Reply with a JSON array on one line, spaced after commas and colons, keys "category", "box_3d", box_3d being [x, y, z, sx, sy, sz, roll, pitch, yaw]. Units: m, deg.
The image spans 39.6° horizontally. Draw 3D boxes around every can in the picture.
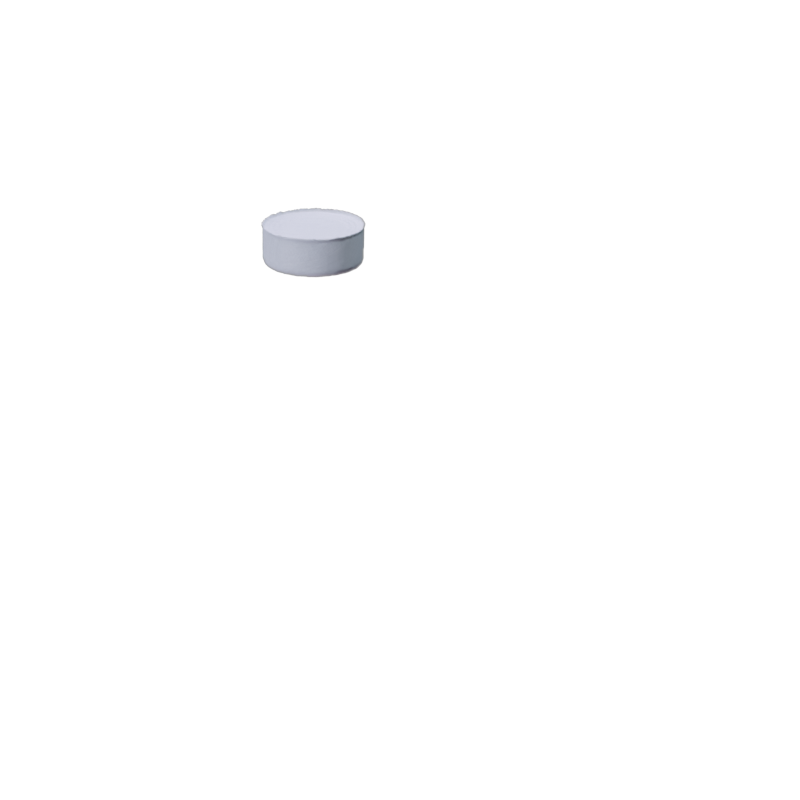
[{"category": "can", "box_3d": [-0.072, -0.131, 0.920, 0.086, 0.032, 0.090, -1, 25, -2]}]
